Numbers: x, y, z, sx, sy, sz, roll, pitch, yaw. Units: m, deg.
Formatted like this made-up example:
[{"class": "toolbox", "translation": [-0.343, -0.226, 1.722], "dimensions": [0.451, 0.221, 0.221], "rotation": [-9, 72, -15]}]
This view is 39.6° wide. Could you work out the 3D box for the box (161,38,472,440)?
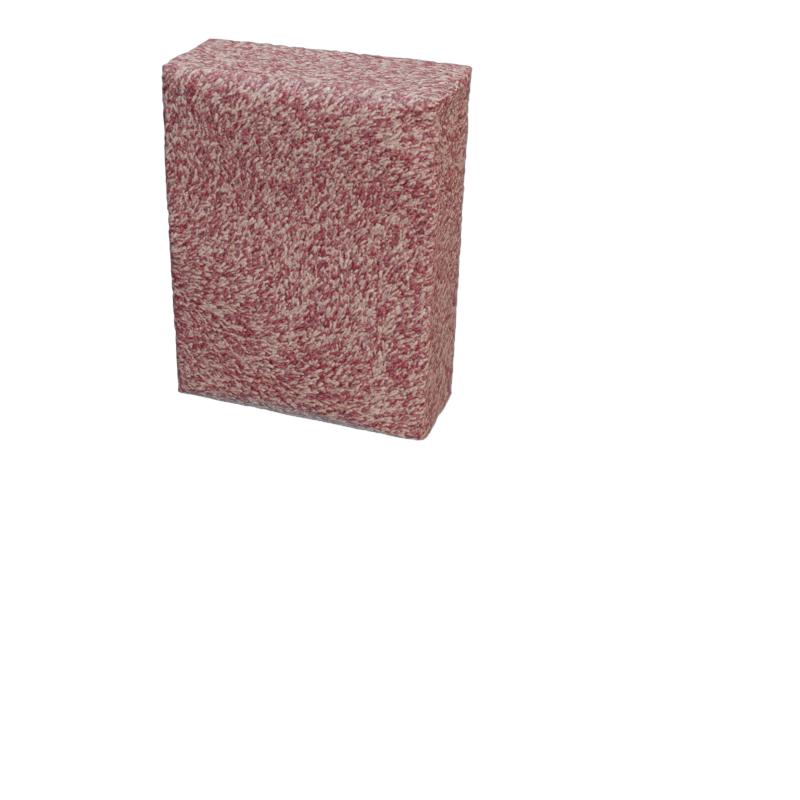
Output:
[{"class": "box", "translation": [-0.051, -0.093, 0.650], "dimensions": [0.169, 0.202, 0.074], "rotation": [11, 29, 18]}]
